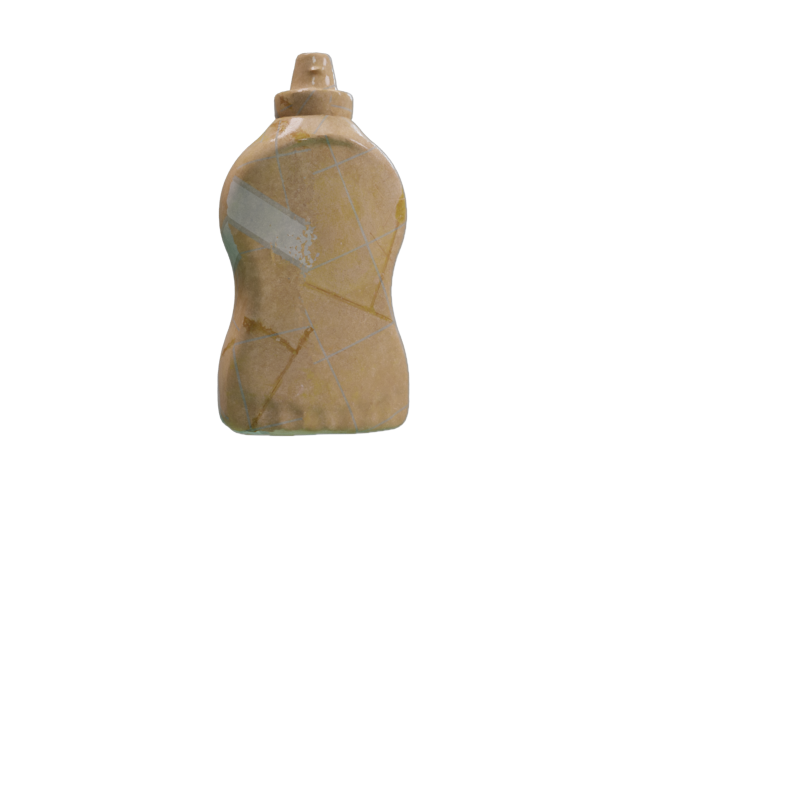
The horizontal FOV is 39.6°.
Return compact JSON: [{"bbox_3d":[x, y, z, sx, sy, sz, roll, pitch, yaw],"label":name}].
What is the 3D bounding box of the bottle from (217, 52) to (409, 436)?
[{"bbox_3d":[-0.044,-0.081,0.567,0.094,0.192,0.059,0,-1,-13],"label":"bottle"}]
